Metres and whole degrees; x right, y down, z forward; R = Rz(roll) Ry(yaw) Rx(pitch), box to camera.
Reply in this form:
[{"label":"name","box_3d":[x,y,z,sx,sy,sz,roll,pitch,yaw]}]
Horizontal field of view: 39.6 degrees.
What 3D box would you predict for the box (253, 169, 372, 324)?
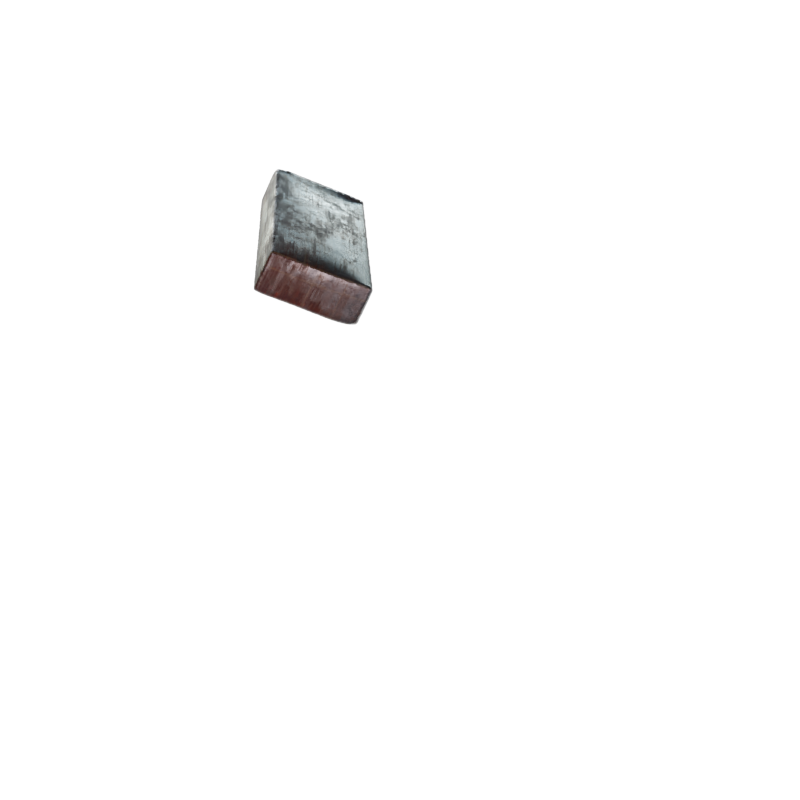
[{"label":"box","box_3d":[-0.077,-0.140,0.979,0.091,0.046,0.188,19,31,-15]}]
